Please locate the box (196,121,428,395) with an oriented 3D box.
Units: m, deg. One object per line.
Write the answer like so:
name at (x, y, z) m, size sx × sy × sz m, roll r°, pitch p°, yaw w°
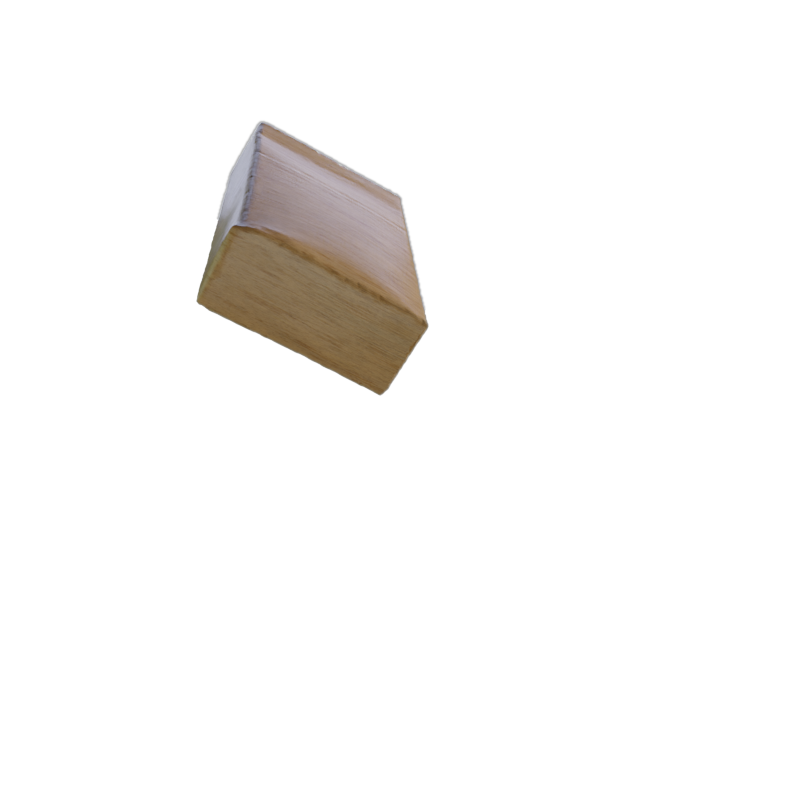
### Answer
box at (-0.042, -0.077, 0.539) m, size 0.091 × 0.047 × 0.185 m, roll 26°, pitch 20°, yaw -14°
